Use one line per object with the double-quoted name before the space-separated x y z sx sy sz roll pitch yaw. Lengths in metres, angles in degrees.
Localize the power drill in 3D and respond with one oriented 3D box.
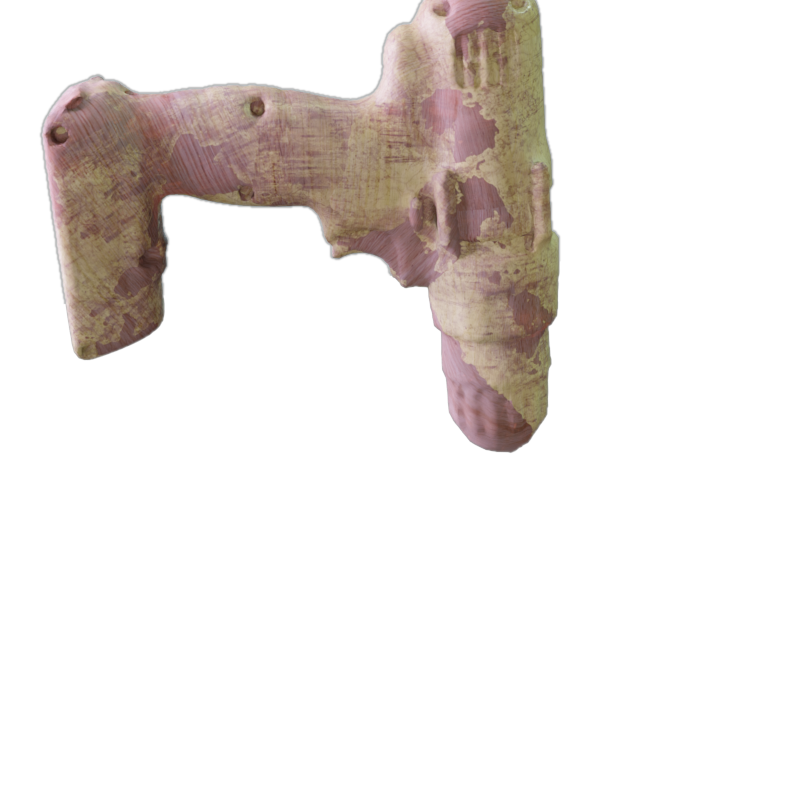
"power drill" -0.033 -0.061 0.427 0.188 0.178 0.059 -4 16 1
